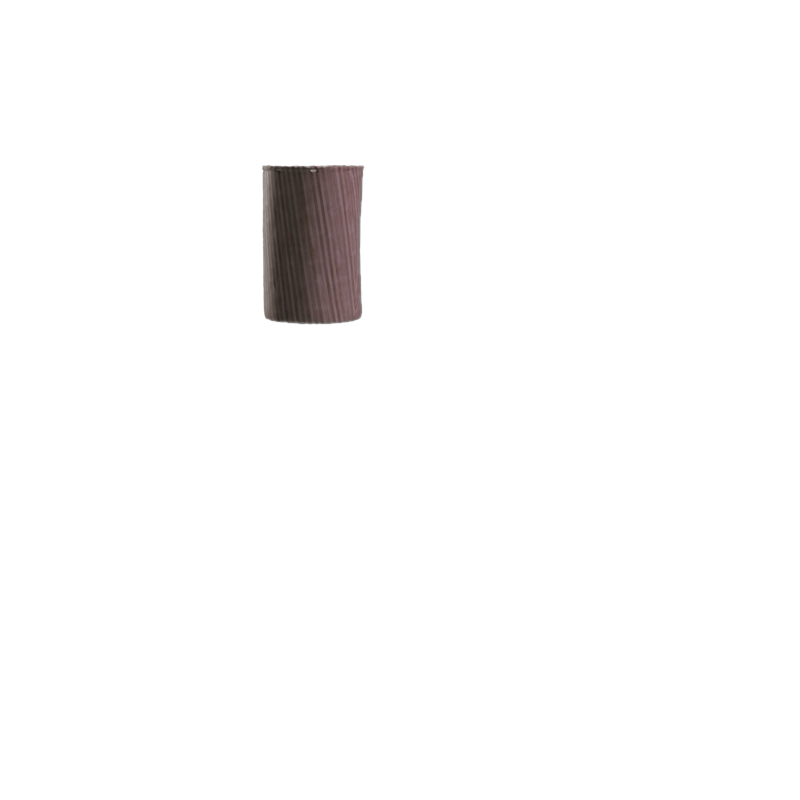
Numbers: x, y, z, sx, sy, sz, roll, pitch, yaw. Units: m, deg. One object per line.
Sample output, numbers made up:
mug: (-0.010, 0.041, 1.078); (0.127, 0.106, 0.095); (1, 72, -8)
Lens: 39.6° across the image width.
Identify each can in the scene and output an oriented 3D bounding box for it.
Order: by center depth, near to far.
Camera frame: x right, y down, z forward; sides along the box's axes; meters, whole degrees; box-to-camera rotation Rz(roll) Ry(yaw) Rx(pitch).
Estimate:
can: (-0.058, -0.106, 0.740); (0.068, 0.101, 0.070); (0, 7, -2)
